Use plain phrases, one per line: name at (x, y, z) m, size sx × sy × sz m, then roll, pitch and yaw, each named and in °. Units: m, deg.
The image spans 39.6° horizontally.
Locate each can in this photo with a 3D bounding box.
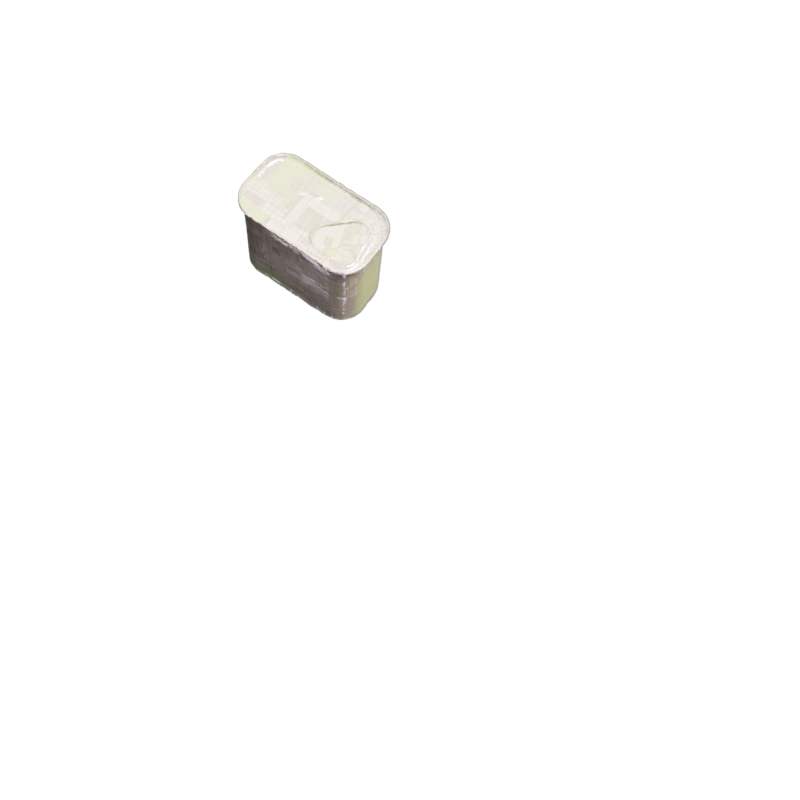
can at (-0.060, -0.109, 0.764) m, size 0.106 × 0.059 × 0.079 m, roll 34°, pitch -21°, yaw 14°
